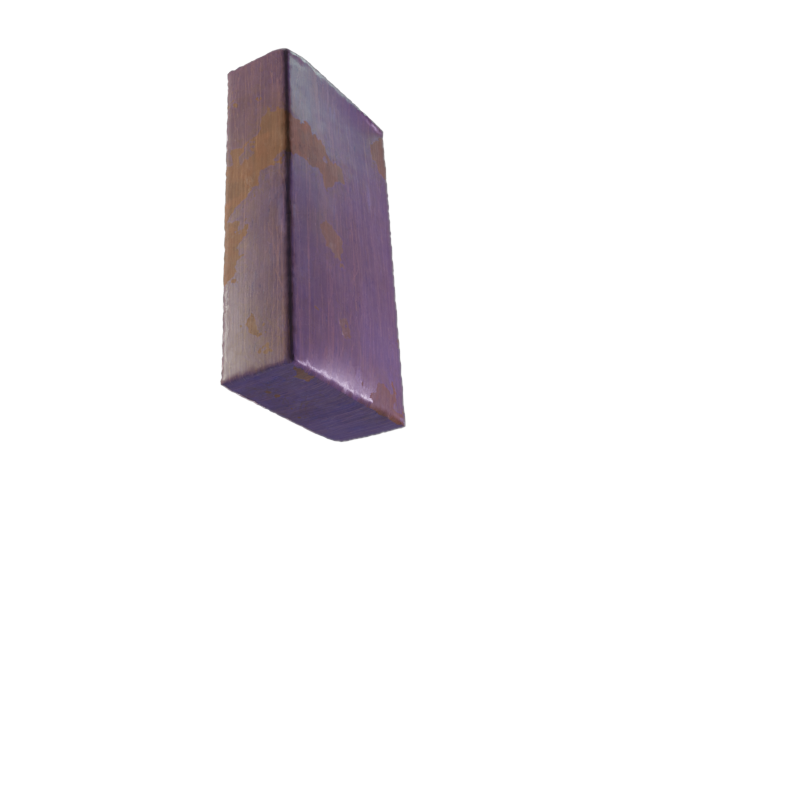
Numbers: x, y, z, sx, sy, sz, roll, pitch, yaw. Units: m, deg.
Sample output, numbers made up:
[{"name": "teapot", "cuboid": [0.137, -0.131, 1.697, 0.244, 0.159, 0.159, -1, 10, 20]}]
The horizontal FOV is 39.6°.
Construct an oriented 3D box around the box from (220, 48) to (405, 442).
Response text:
[{"name": "box", "cuboid": [-0.042, -0.077, 0.539, 0.048, 0.187, 0.087, -19, -32, 29]}]
